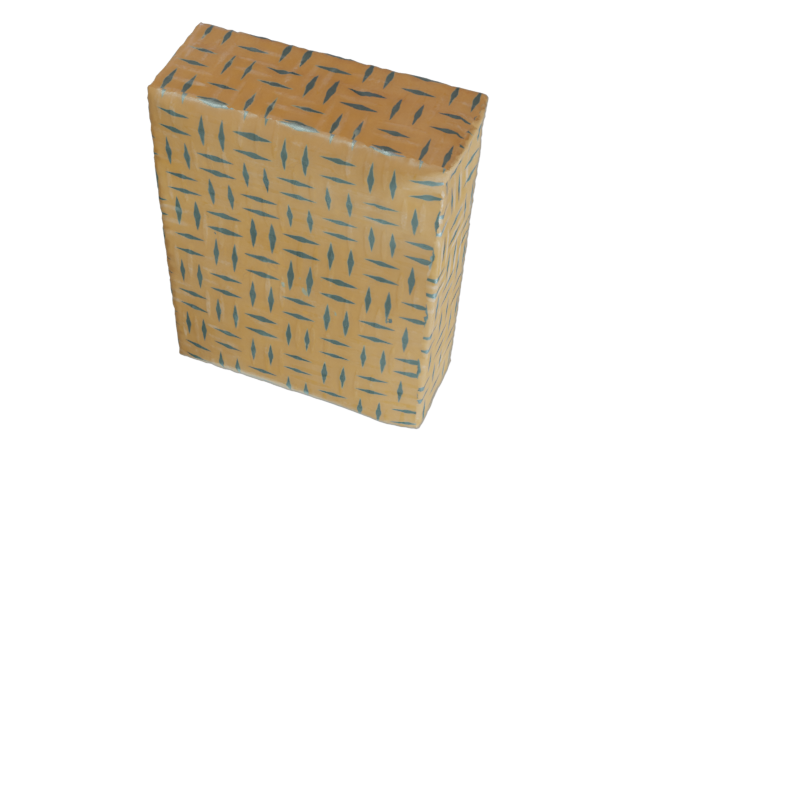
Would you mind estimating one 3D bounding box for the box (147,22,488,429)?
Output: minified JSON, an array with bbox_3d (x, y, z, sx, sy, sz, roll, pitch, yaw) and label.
[{"bbox_3d":[-0.049,-0.089,0.625,0.169,0.075,0.199,19,-38,13],"label":"box"}]
